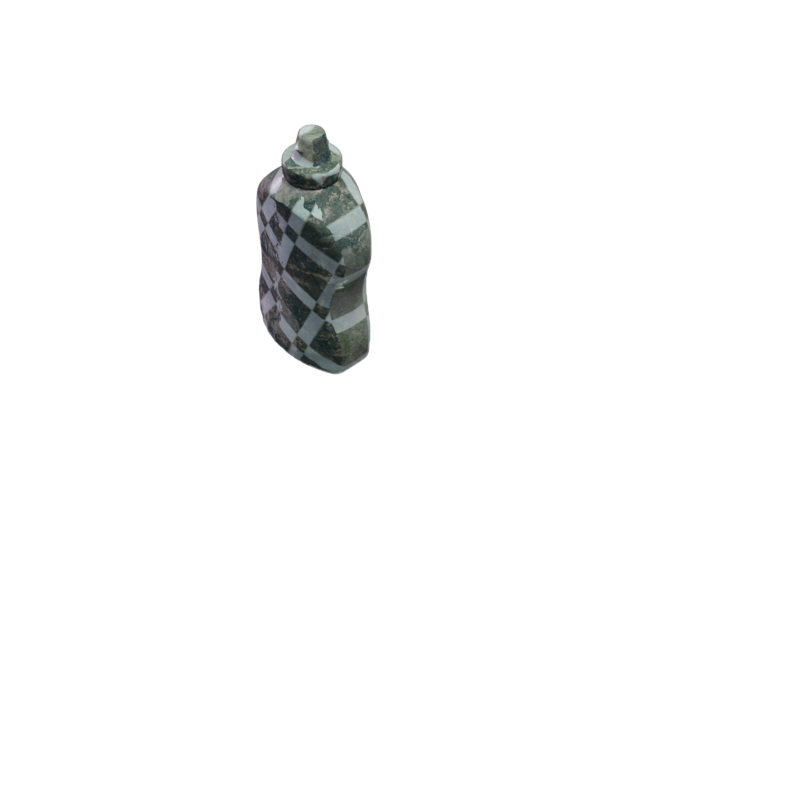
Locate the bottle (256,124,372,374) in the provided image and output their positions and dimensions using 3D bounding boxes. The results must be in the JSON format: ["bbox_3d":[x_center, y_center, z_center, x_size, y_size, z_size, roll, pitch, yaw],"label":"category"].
[{"bbox_3d":[-0.062,-0.112,0.784,0.058,0.179,0.103,-29,53,-29],"label":"bottle"}]
